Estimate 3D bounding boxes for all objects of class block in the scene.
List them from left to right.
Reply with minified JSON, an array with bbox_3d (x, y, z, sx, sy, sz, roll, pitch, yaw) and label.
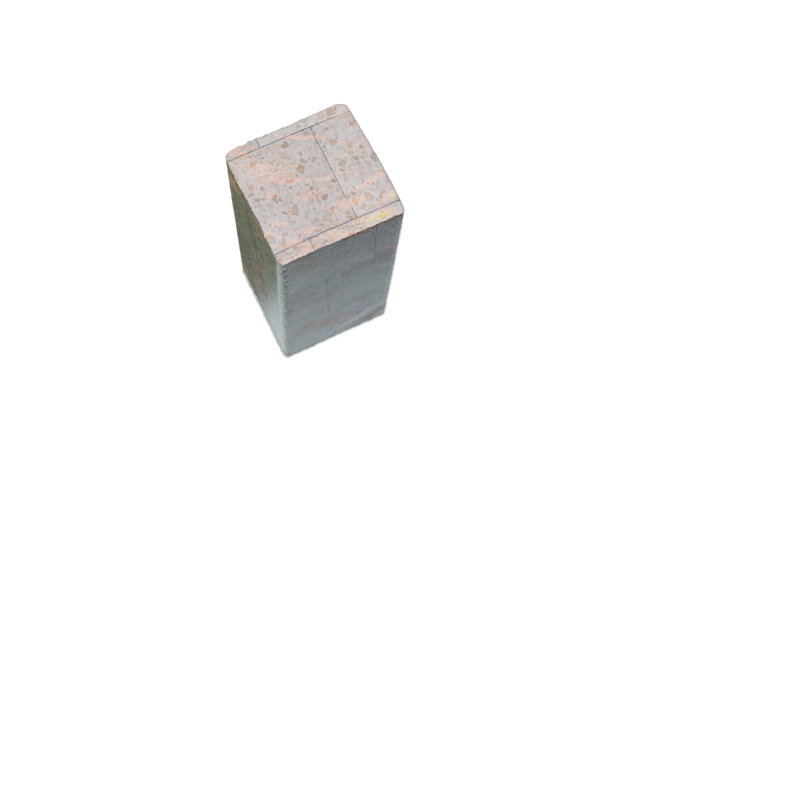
[{"bbox_3d":[-0.063,-0.115,0.802,0.090,0.094,0.198,-25,-12,-10],"label":"block"}]
